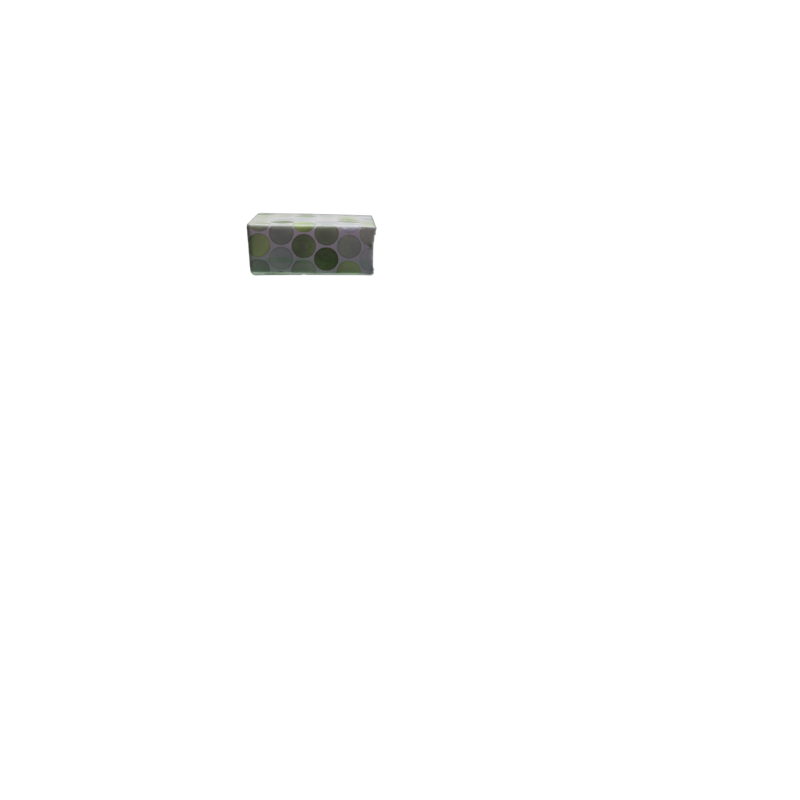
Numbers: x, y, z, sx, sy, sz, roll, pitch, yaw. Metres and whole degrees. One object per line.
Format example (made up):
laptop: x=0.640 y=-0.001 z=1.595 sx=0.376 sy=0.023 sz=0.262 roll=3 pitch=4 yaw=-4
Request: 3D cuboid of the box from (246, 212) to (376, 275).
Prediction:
box: x=-0.064 y=-0.116 z=0.810 sx=0.090 sy=0.038 sz=0.117 roll=0 pitch=14 yaw=-2
